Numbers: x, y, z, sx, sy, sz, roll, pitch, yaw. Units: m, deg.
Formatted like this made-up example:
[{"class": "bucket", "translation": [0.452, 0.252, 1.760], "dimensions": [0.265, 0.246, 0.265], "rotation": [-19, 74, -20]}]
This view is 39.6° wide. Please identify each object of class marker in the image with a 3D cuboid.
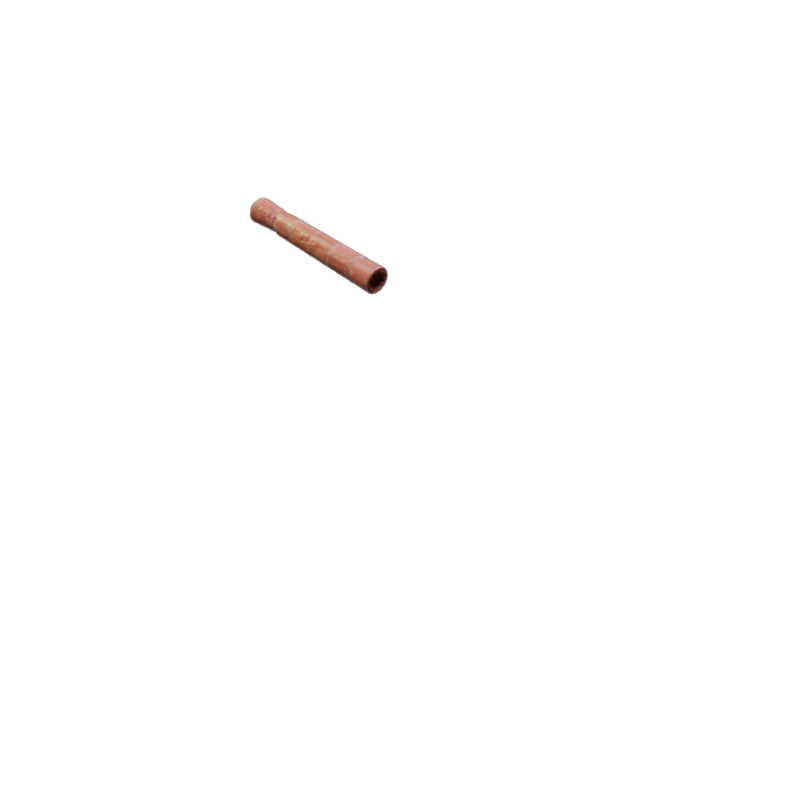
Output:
[{"class": "marker", "translation": [-0.057, -0.103, 0.721], "dimensions": [0.019, 0.019, 0.130], "rotation": [-3, 30, -47]}]
